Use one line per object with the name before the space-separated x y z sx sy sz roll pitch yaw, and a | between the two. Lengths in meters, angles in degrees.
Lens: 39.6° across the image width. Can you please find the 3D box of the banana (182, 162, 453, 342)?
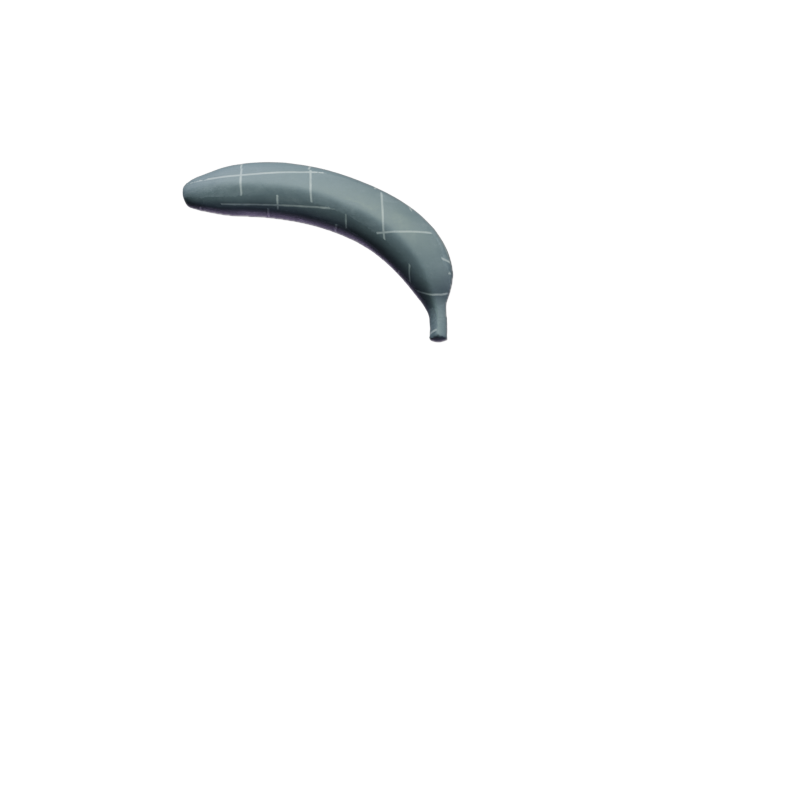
banana | -0.043 -0.113 0.710 0.204 0.071 0.035 29 -24 14
